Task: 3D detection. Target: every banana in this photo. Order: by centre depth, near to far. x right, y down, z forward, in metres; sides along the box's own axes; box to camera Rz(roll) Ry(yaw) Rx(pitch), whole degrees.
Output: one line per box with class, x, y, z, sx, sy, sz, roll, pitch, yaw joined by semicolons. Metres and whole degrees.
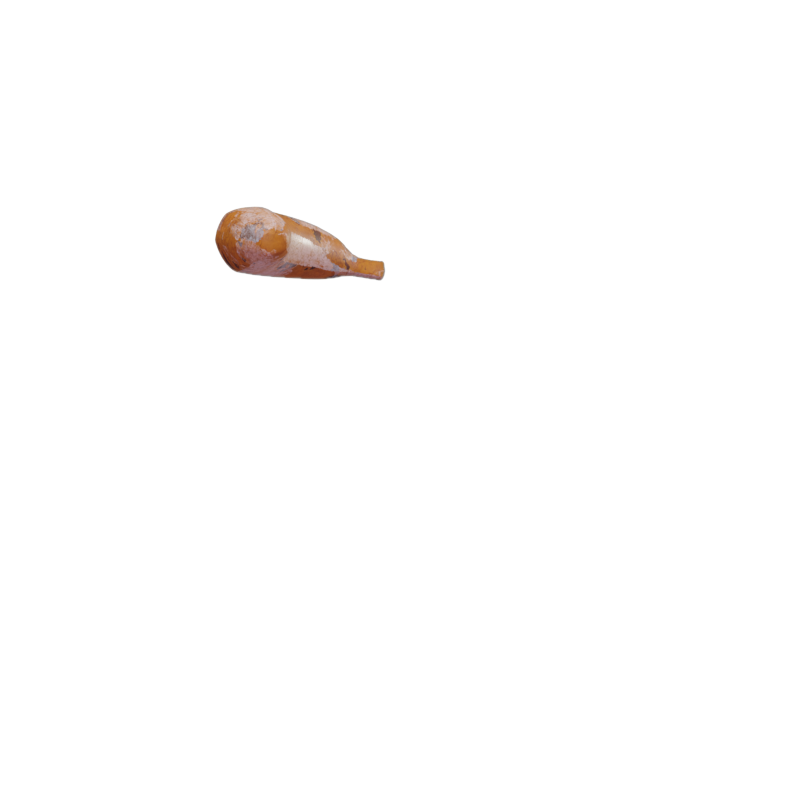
banana;-0.065;-0.088;0.622;0.071;0.037;0.193;1;4;15
